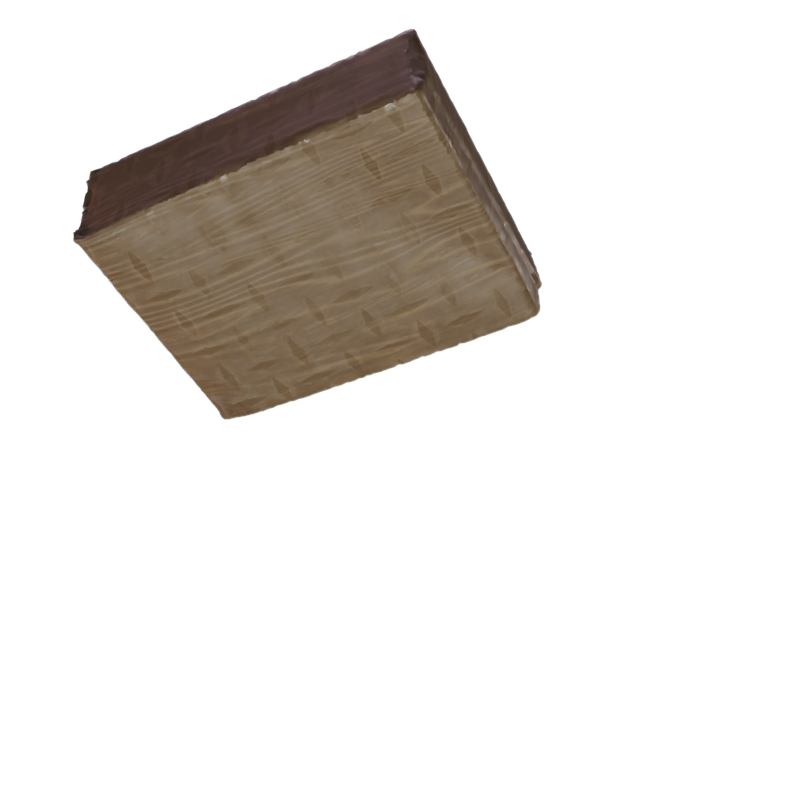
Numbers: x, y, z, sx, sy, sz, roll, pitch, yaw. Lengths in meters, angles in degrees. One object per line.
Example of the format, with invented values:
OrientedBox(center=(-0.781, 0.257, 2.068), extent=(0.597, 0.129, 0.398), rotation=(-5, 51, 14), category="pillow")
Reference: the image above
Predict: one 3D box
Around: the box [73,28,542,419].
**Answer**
OrientedBox(center=(-0.026, -0.048, 0.335), extent=(0.114, 0.083, 0.042), rotation=(-20, 38, 16), category="box")
